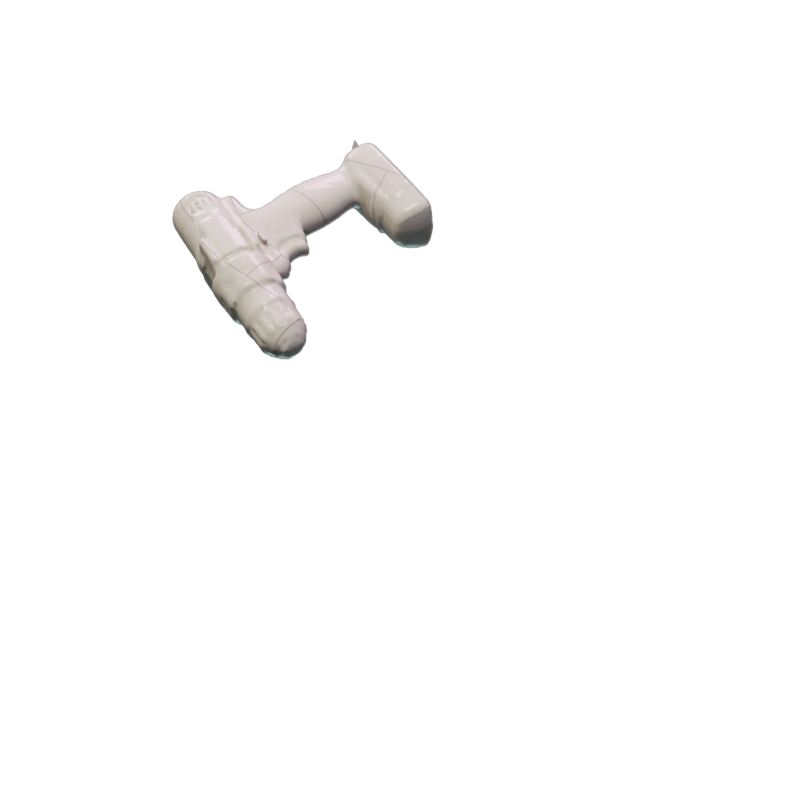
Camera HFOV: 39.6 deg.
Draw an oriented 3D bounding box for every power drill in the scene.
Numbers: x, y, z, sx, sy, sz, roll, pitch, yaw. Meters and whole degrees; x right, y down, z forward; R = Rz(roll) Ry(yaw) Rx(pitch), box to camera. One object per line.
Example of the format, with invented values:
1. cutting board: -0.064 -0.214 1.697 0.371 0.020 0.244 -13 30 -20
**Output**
1. power drill: -0.070 -0.128 0.898 0.186 0.053 0.199 -24 54 -20
